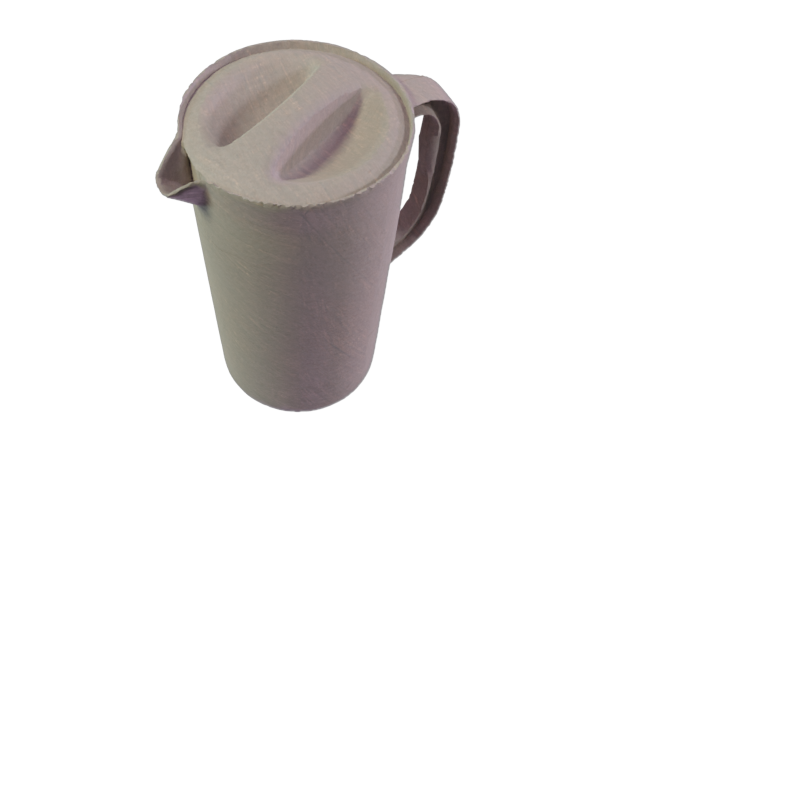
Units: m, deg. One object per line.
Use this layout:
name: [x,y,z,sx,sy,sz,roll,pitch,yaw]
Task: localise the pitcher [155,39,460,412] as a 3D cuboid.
pitcher: [-0.055,-0.101,0.707,0.152,0.152,0.227,15,-34,7]
